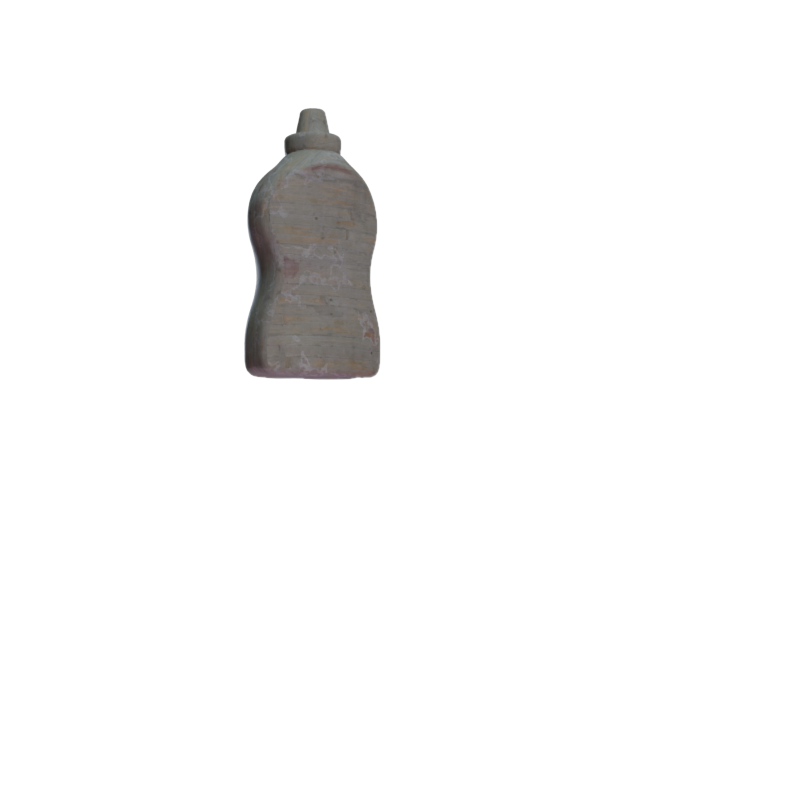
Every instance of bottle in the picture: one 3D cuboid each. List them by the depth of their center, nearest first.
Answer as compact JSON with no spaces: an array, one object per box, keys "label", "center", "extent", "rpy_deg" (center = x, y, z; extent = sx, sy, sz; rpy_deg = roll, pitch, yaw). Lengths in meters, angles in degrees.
[{"label":"bottle","center":[-0.062,-0.112,0.784],"extent":[0.092,0.196,0.059],"rpy_deg":[4,-10,-30]}]
